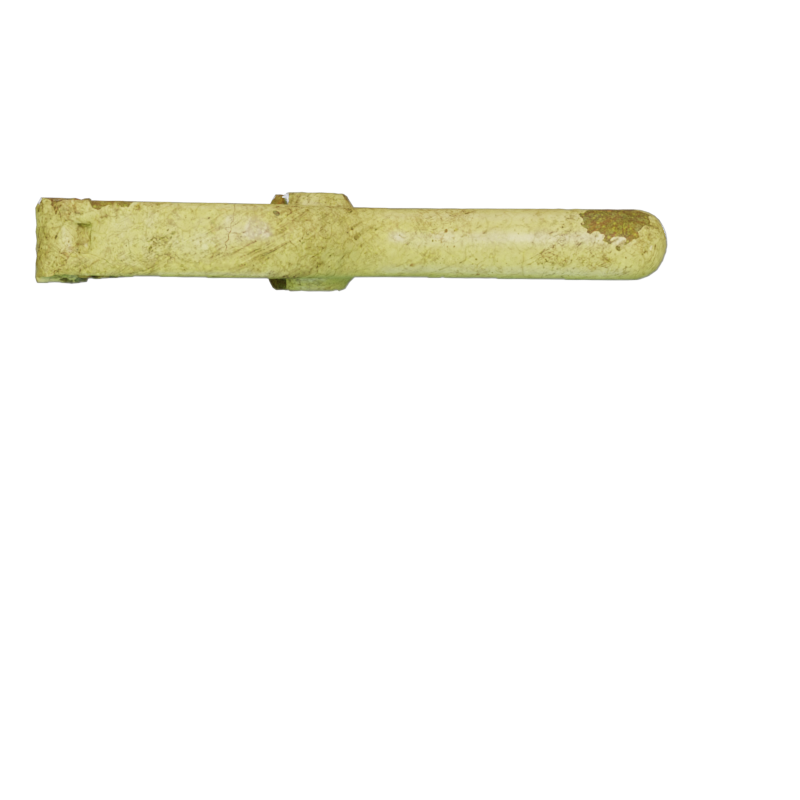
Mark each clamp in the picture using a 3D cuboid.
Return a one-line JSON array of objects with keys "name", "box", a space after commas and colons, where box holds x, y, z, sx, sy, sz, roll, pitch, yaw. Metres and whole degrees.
[{"name": "clamp", "box": [-0.033, -0.060, 0.424, 0.205, 0.036, 0.170, -3, 8, -20]}]
